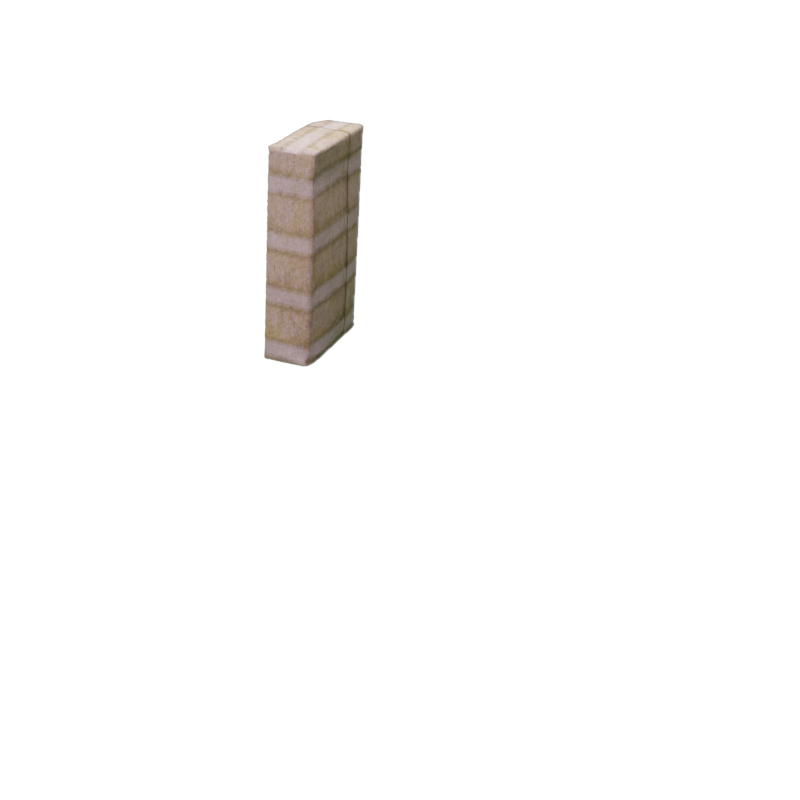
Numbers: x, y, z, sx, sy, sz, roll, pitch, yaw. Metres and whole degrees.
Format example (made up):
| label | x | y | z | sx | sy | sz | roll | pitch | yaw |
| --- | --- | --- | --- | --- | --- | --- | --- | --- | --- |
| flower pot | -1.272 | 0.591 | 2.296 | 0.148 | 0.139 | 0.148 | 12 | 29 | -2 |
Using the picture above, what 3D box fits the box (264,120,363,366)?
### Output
| label | x | y | z | sx | sy | sz | roll | pitch | yaw |
| --- | --- | --- | --- | --- | --- | --- | --- | --- | --- |
| box | -0.068 | -0.124 | 0.869 | 0.050 | 0.168 | 0.095 | 10 | 24 | 20 |
